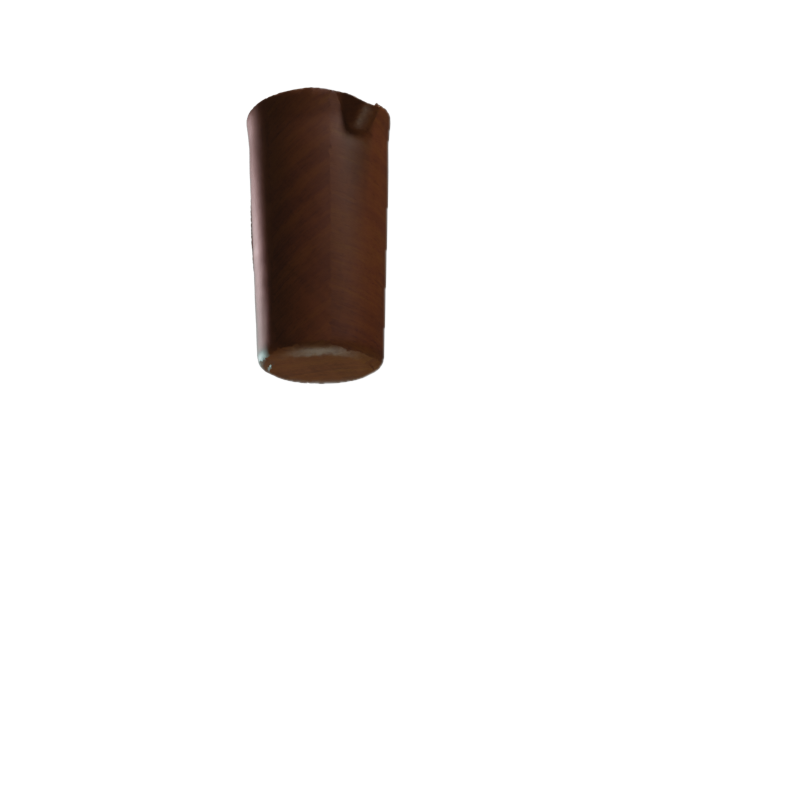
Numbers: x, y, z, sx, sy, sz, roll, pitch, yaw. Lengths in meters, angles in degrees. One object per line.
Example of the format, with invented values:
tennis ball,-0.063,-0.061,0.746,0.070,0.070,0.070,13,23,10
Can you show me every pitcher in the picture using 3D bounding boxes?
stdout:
pitcher,-0.077,-0.141,0.989,0.146,0.255,0.141,-4,-19,7
